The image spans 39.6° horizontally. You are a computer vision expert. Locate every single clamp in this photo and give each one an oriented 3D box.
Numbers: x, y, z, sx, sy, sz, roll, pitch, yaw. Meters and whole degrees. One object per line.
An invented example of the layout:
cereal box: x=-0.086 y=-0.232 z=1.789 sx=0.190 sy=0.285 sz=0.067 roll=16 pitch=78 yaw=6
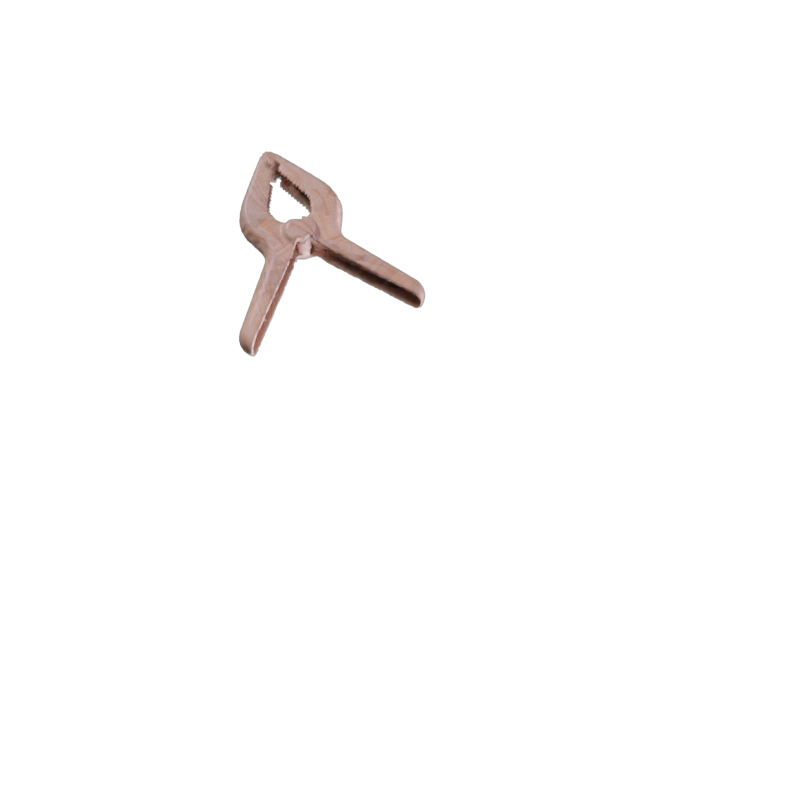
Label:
clamp: x=-0.078 y=-0.142 z=0.994 sx=0.163 sy=0.226 sz=0.034 roll=-11 pitch=-35 yaw=-8
